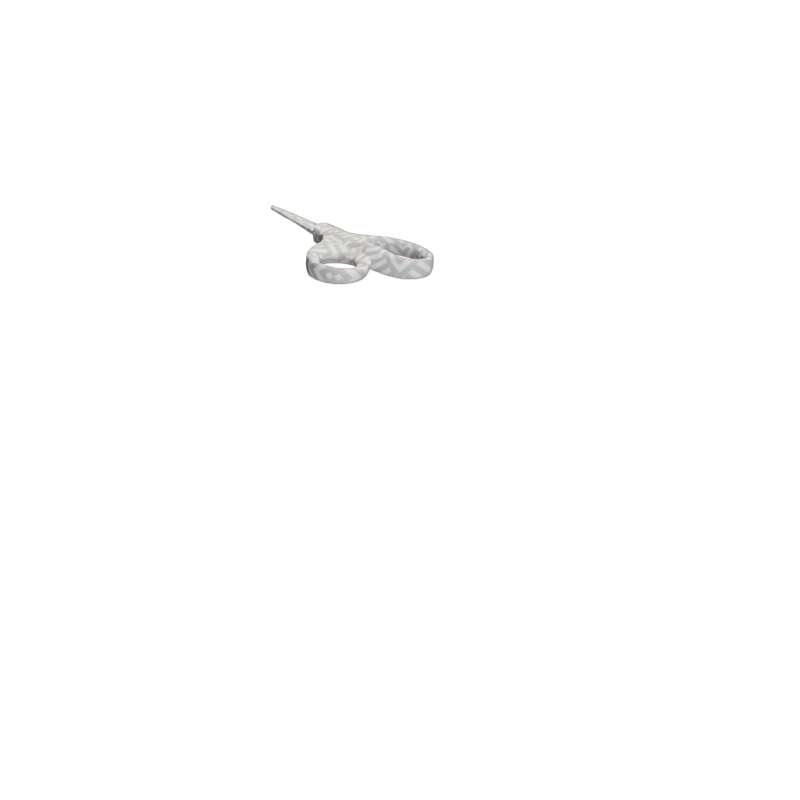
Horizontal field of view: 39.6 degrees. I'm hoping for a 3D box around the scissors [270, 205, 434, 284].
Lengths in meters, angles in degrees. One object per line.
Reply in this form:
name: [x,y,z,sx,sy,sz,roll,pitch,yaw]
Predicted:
scissors: [-0.064,-0.117,0.818,0.095,0.015,0.214,-20,30,-39]
